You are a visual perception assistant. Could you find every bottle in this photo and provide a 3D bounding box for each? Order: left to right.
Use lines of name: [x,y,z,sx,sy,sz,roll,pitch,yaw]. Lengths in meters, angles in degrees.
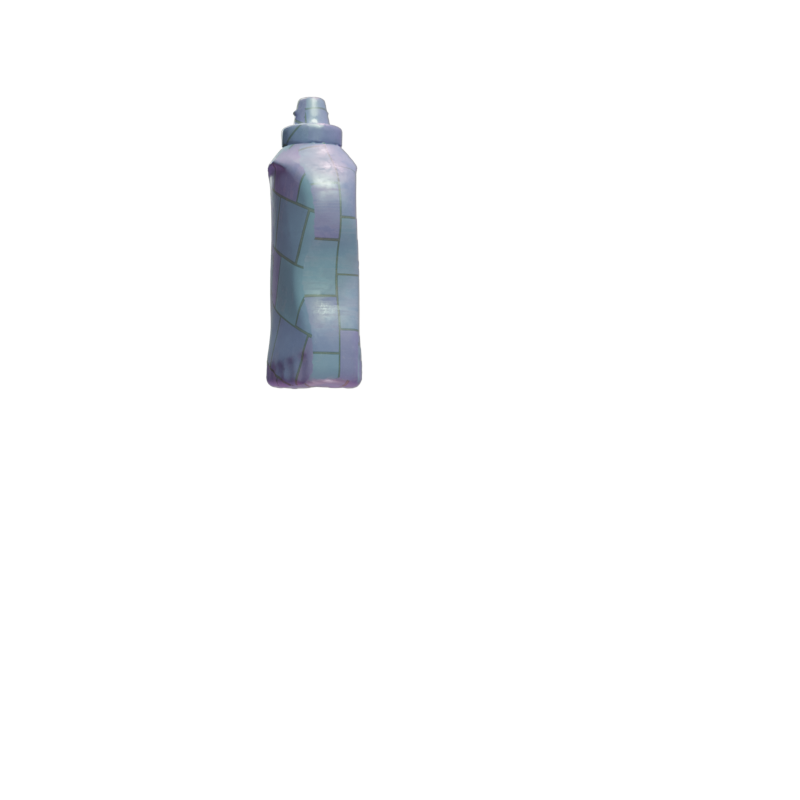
bottle: [-0.058,-0.104,0.730,0.057,0.195,0.097,1,-5,-17]
